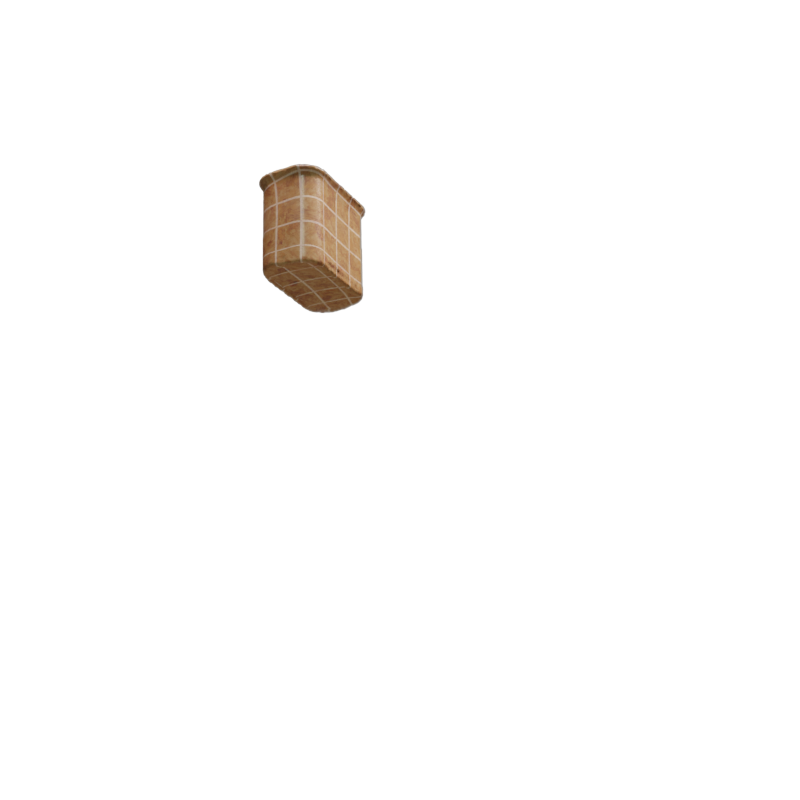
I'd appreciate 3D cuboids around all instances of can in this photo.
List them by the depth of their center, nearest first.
[{"bbox_3d":[-0.069,-0.127,0.886,0.058,0.089,0.095,-13,-26,24],"label":"can"}]
